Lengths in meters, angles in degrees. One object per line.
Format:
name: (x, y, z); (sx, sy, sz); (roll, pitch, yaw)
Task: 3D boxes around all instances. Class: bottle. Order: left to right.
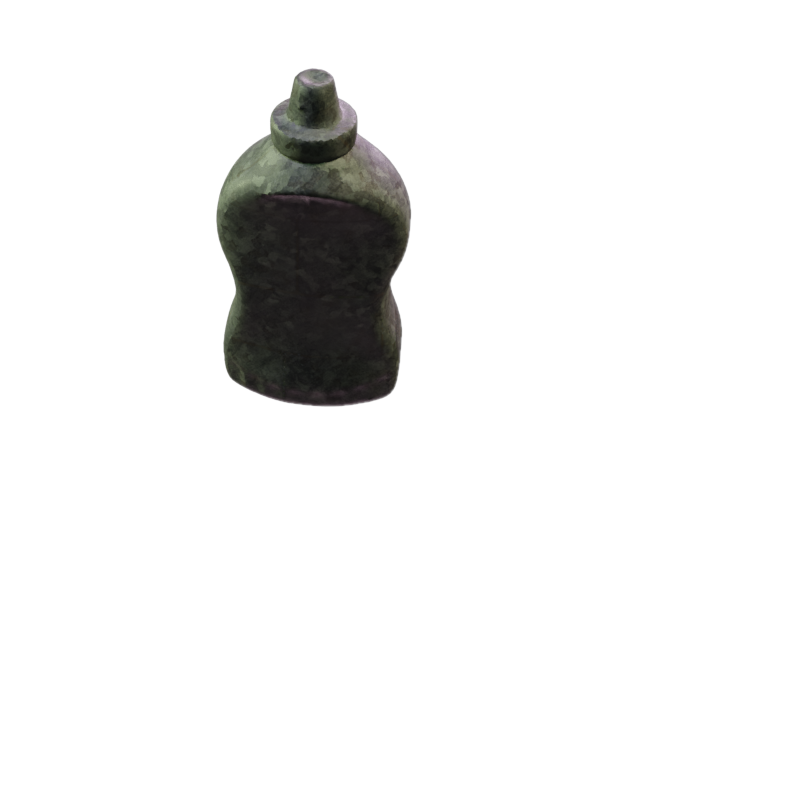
bottle: (-0.044, -0.080, 0.561); (0.097, 0.179, 0.062); (8, 44, 5)
